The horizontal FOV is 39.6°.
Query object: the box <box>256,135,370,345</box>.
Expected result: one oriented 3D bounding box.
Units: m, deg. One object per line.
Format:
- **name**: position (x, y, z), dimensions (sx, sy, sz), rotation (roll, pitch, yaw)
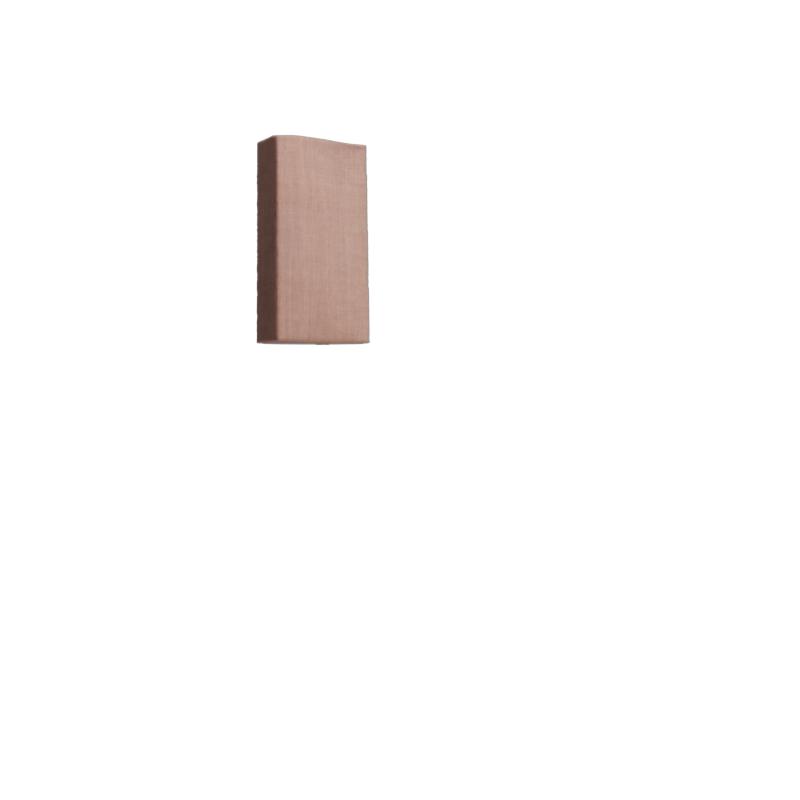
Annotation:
- **box**: position (-0.075, -0.136, 0.954), dimensions (0.090, 0.179, 0.049), rotation (3, -7, -30)
